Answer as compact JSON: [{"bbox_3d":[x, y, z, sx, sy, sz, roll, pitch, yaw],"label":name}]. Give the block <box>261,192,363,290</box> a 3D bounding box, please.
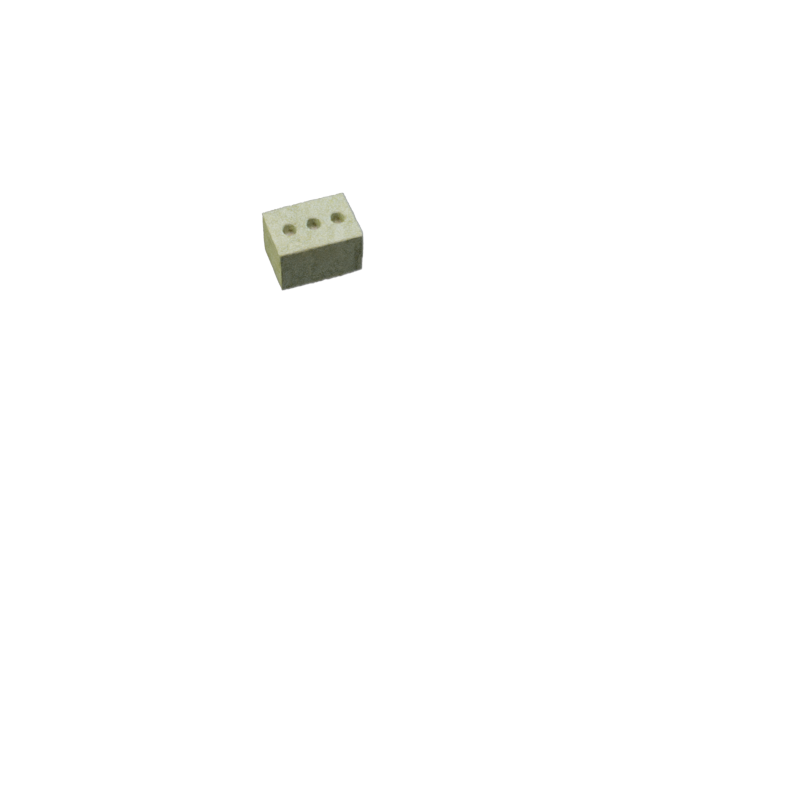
[{"bbox_3d":[-0.076,-0.138,0.970,0.077,0.057,0.048,-16,-34,-13],"label":"block"}]
